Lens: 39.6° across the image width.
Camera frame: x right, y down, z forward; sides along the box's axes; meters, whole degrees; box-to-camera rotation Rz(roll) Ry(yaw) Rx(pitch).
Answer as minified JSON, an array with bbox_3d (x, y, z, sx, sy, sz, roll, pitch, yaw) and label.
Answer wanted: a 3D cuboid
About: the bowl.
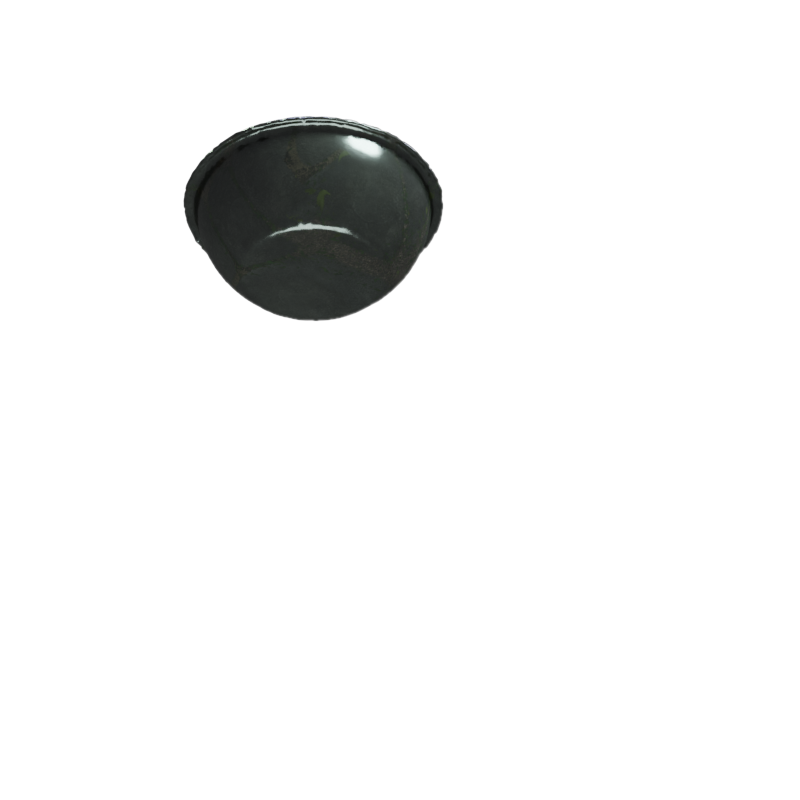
[{"bbox_3d":[-0.053,-0.097,0.678,0.162,0.059,0.151,1,-36,-2],"label":"bowl"}]
